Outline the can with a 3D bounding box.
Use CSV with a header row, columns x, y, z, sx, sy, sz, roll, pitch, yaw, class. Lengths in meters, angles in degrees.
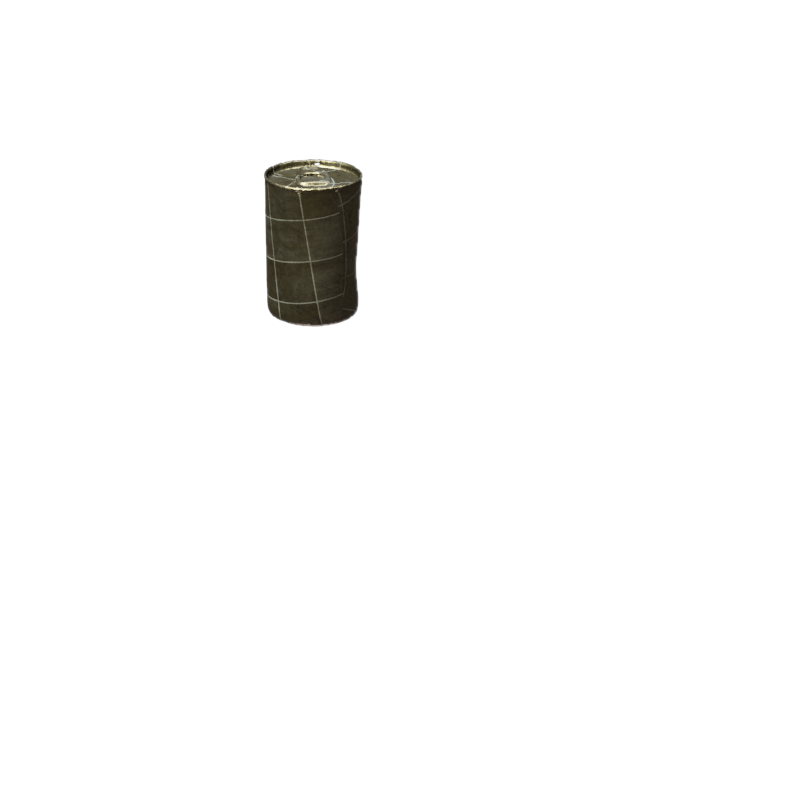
x,y,z,sx,sy,sz,roll,pitch,yaw,class
-0.061,-0.112,0.781,0.068,0.097,0.072,0,24,-2,can
